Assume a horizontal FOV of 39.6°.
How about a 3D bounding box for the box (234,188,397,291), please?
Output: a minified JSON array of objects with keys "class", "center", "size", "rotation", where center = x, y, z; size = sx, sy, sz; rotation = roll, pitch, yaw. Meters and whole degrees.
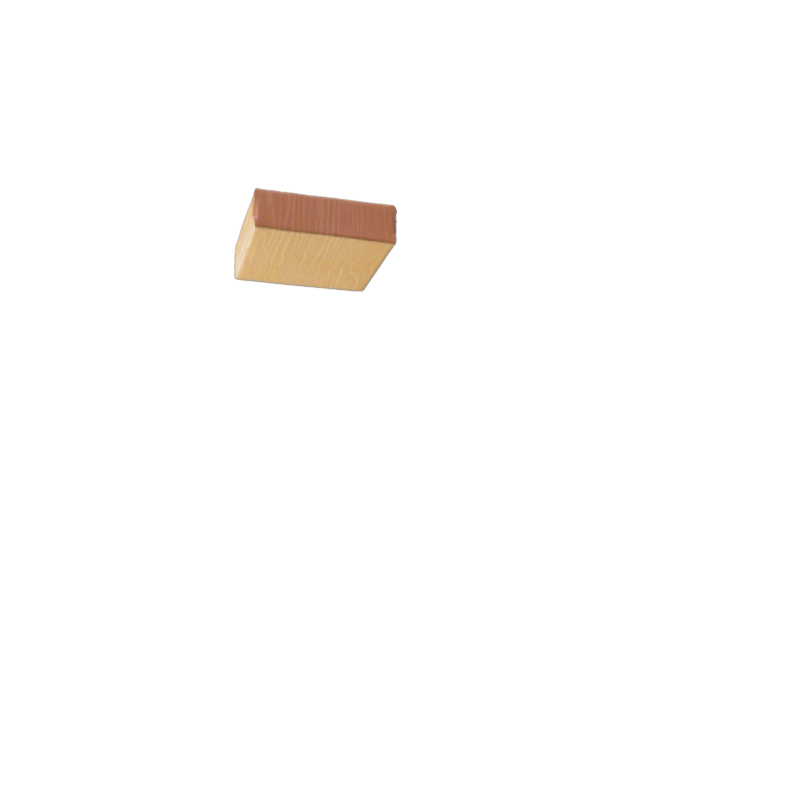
[{"class":"box","center":[-0.054,-0.098,0.688],"size":[0.088,0.032,0.071],"rotation":[5,-22,-13]}]
